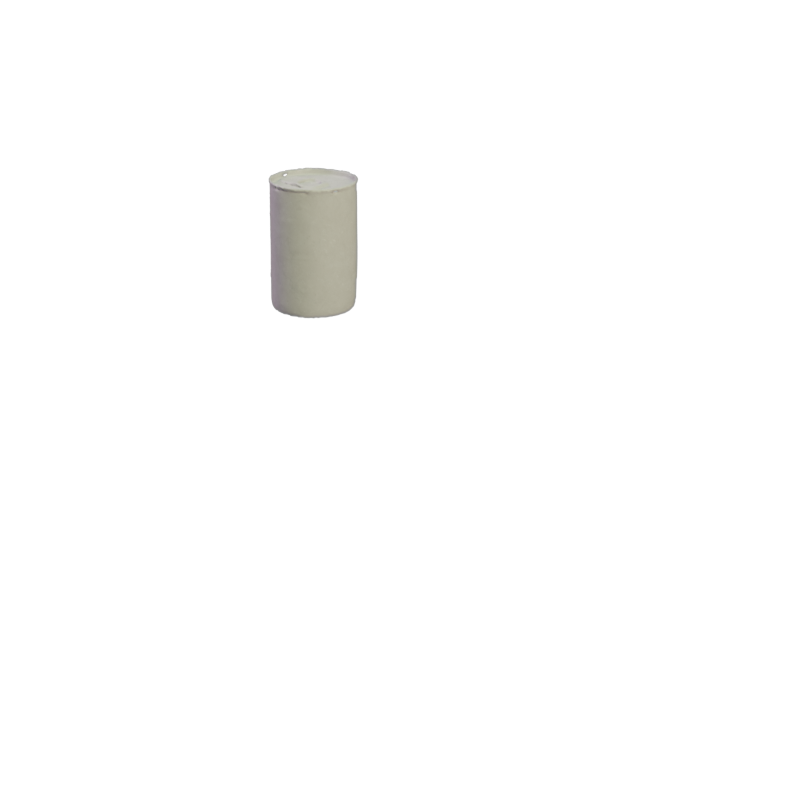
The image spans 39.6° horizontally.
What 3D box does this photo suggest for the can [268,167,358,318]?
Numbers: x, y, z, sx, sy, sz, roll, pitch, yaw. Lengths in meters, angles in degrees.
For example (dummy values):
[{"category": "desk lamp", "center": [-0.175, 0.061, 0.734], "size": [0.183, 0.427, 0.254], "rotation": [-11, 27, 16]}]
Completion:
[{"category": "can", "center": [-0.067, -0.122, 0.855], "size": [0.068, 0.098, 0.072], "rotation": [0, 20, -2]}]
